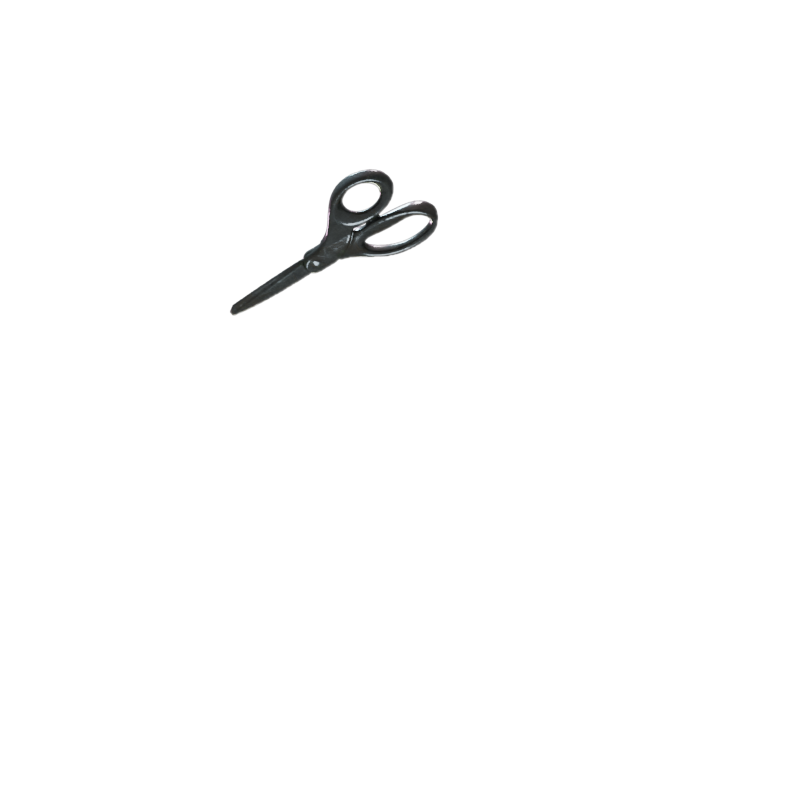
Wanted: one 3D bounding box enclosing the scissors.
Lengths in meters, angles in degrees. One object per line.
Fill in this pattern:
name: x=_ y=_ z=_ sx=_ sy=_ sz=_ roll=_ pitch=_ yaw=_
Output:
scissors: x=-0.070 y=-0.127 z=0.893 sx=0.203 sy=0.017 sz=0.089 roll=-17 pitch=-45 yaw=17
